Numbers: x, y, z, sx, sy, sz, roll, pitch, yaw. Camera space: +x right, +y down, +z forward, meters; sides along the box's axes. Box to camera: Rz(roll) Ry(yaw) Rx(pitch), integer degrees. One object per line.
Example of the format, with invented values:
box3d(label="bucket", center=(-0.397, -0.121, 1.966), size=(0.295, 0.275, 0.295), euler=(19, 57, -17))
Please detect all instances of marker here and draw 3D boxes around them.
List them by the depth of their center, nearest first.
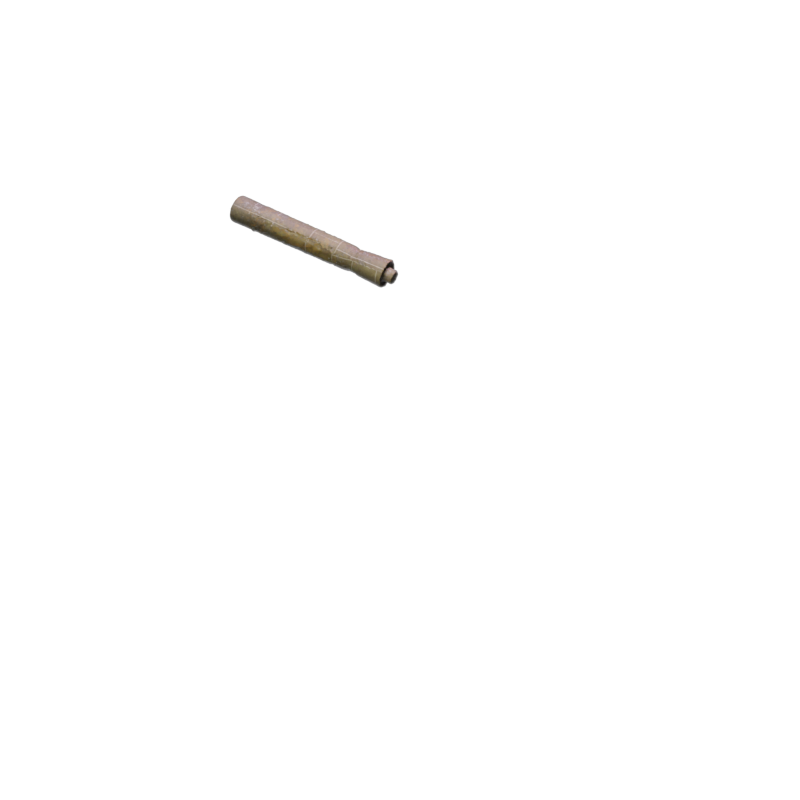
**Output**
box3d(label="marker", center=(-0.056, -0.102, 0.713), size=(0.127, 0.019, 0.019), euler=(26, 14, 23))
